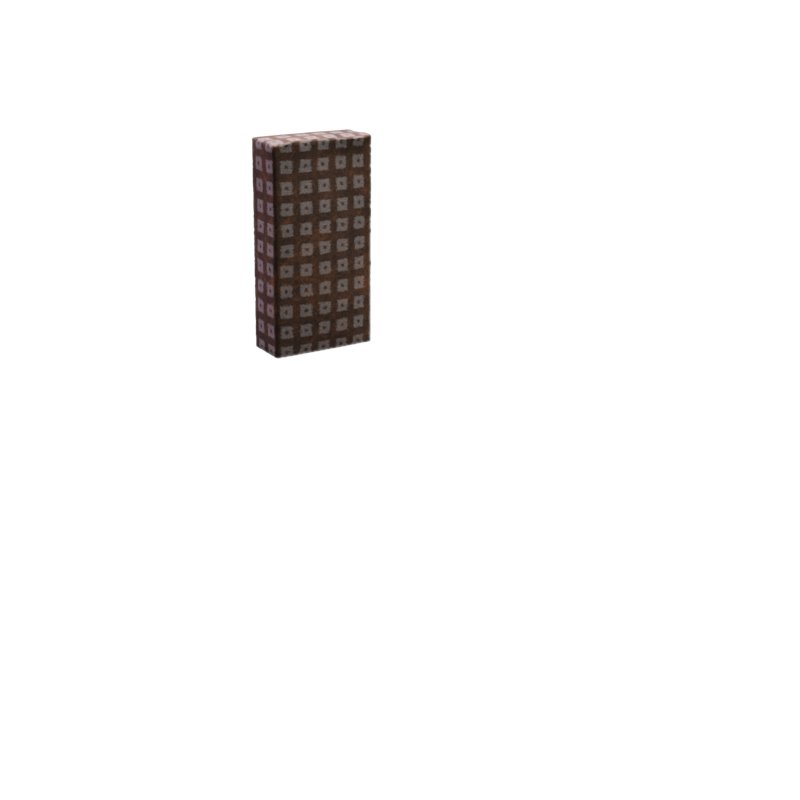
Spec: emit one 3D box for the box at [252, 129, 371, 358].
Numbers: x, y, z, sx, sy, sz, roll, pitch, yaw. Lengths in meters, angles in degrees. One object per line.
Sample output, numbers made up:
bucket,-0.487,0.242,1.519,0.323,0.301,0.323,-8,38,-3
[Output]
box,-0.071,-0.129,0.907,0.091,0.170,0.051,-10,20,-31
